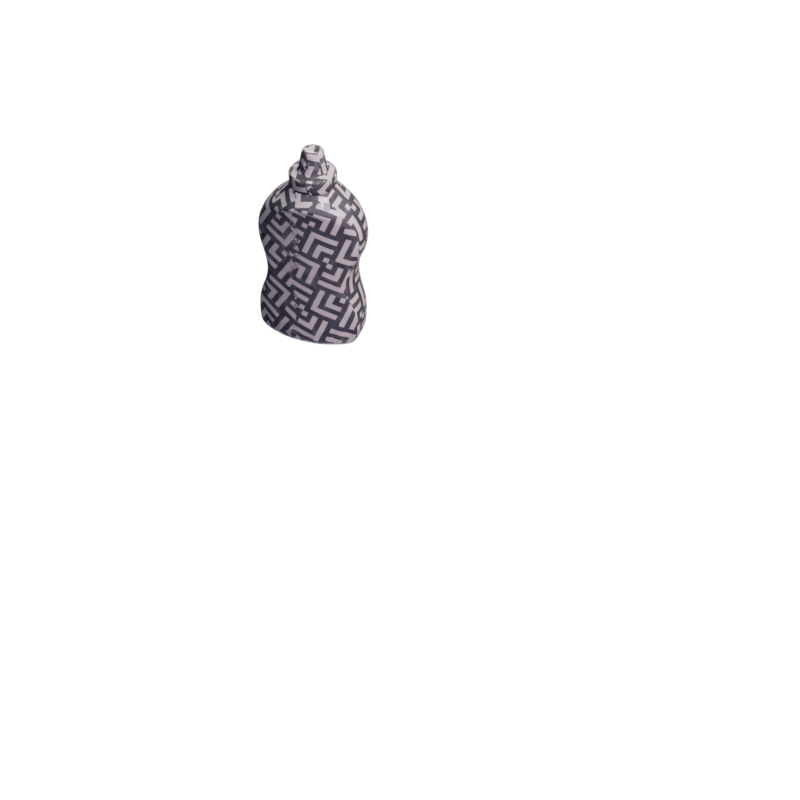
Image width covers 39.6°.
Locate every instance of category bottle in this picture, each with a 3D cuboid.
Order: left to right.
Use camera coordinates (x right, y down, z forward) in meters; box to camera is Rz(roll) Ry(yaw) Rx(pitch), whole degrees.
[{"bbox_3d":[-0.077,-0.139,0.976,0.099,0.179,0.061,16,41,15],"label":"bottle"}]
